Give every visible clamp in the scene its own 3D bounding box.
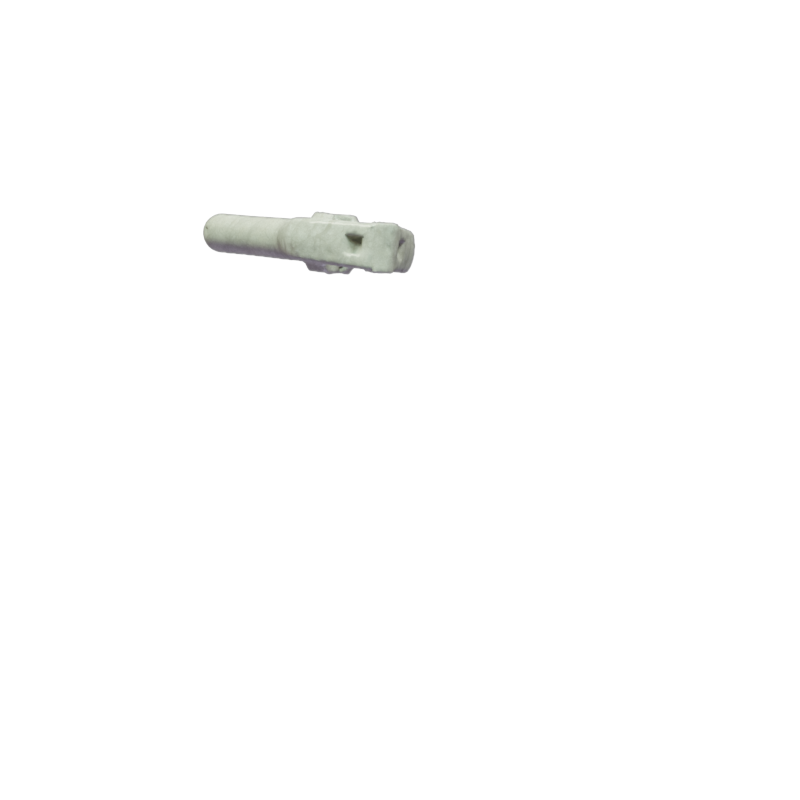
[{"bbox_3d":[-0.052,-0.095,0.663,0.118,0.039,0.175,-1,6,-14],"label":"clamp"}]
